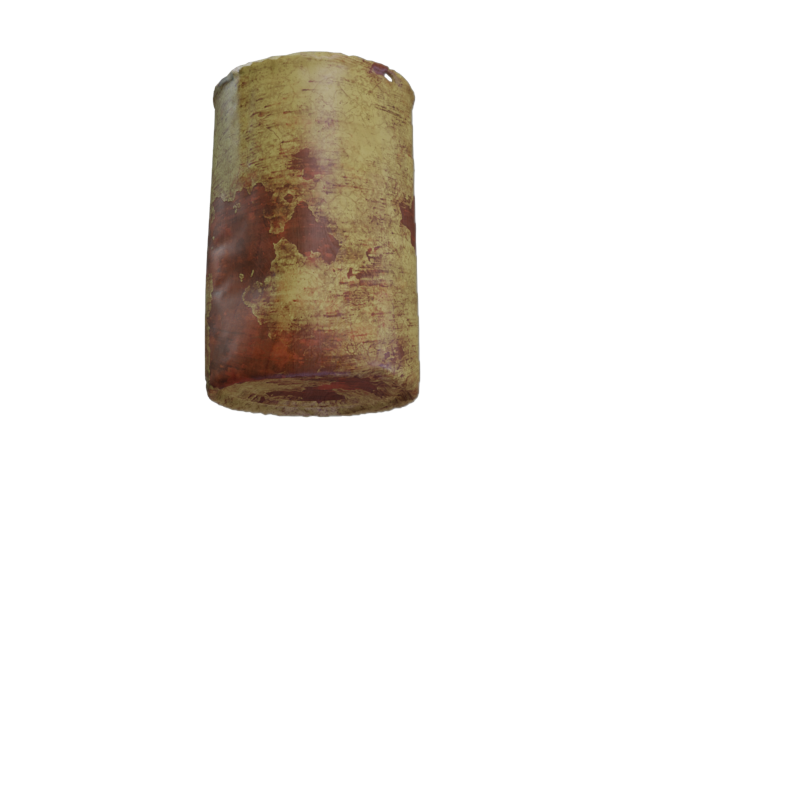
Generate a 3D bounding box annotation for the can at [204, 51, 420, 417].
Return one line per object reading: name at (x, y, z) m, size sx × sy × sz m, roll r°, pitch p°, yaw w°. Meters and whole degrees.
can at (-0.028, -0.051, 0.356) m, size 0.068 × 0.107 × 0.066 m, roll 0°, pitch -17°, yaw -2°
